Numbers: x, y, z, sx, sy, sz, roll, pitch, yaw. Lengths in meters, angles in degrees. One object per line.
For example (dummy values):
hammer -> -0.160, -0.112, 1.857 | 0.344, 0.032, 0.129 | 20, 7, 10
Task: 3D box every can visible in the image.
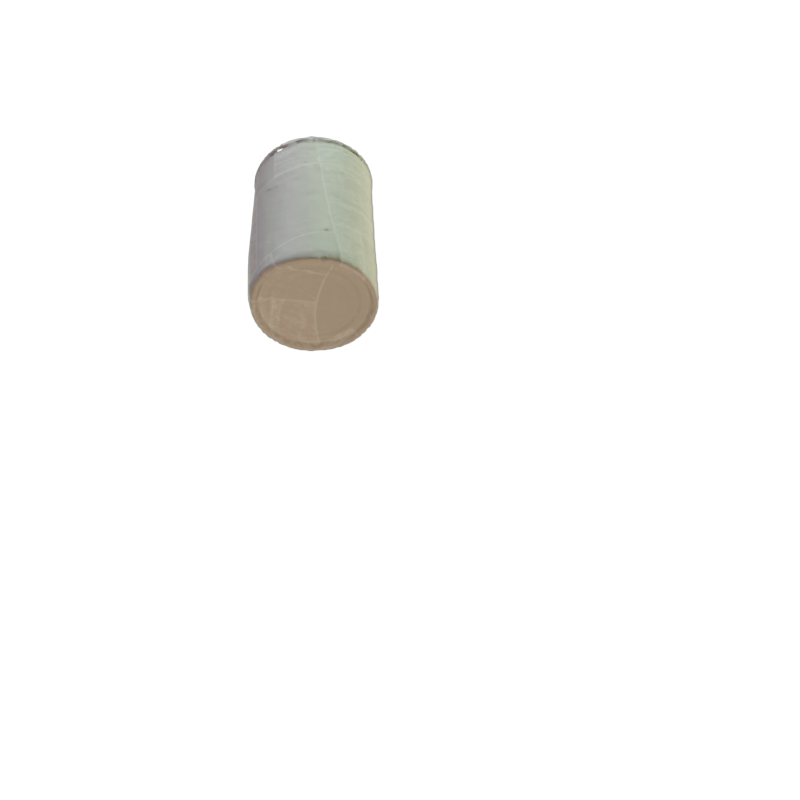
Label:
can -> -0.047, -0.085, 0.598 | 0.068, 0.064, 0.110 | -1, 45, -3
